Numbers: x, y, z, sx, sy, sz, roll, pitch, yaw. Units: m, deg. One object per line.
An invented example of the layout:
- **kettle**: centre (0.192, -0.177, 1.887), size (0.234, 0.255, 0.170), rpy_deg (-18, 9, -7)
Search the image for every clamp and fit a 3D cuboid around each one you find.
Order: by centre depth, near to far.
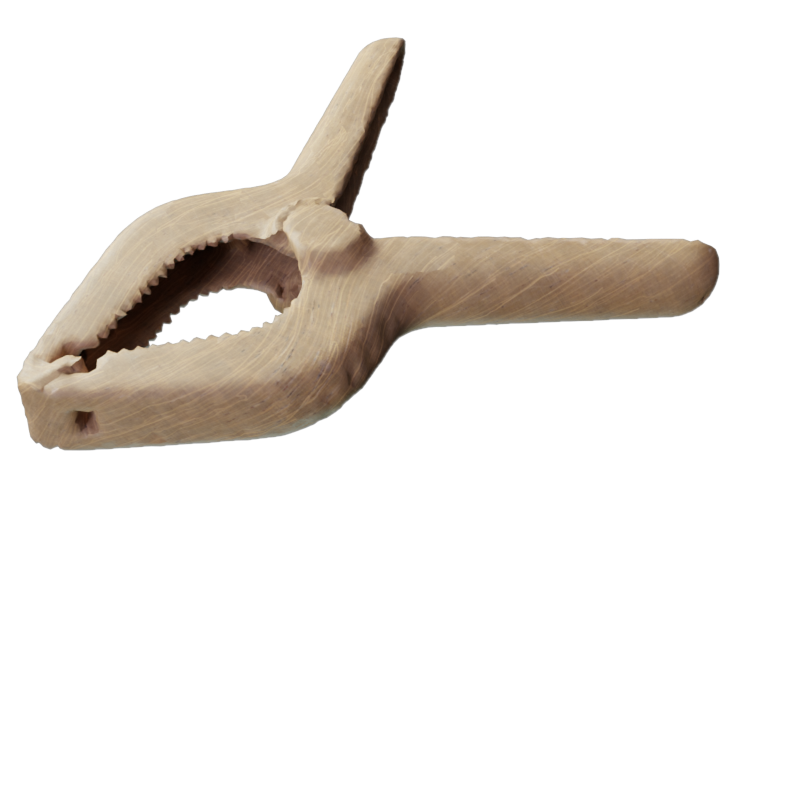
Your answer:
- **clamp**: centre (-0.028, -0.051, 0.360), size (0.209, 0.034, 0.178), rpy_deg (-24, 51, -22)
